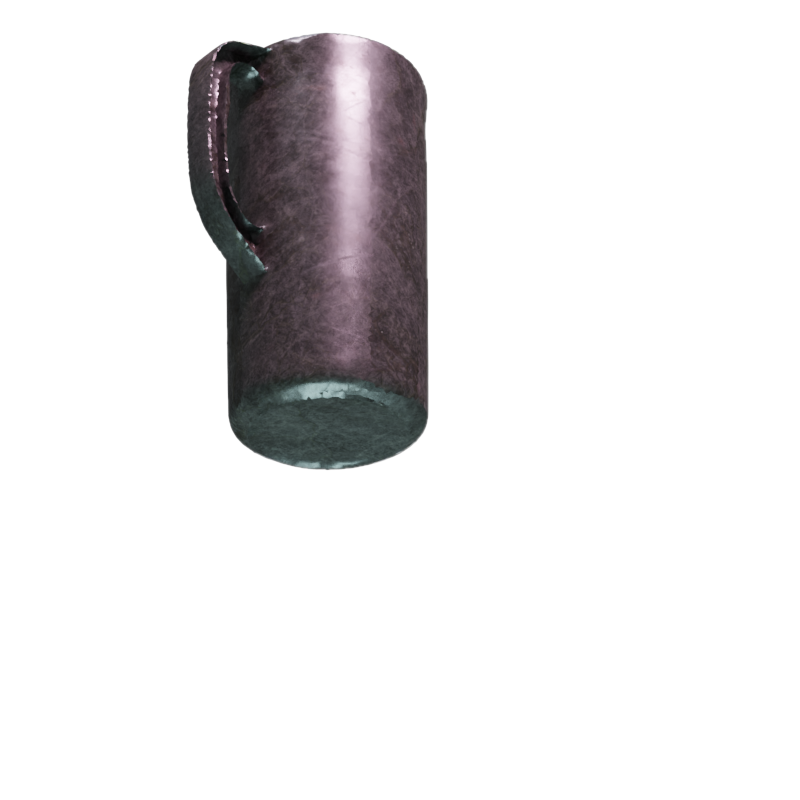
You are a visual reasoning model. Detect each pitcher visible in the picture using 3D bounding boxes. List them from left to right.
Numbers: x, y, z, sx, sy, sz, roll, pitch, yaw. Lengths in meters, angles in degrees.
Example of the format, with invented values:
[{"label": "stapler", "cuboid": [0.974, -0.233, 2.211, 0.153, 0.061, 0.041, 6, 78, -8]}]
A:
[{"label": "pitcher", "cuboid": [-0.051, -0.093, 0.653, 0.148, 0.260, 0.136, 1, -33, -4]}]
